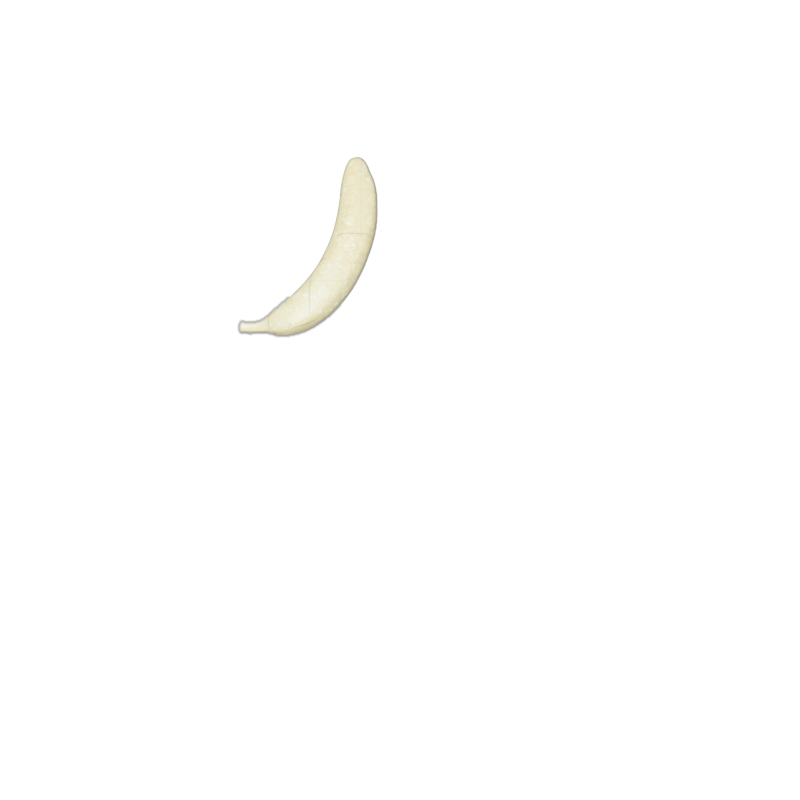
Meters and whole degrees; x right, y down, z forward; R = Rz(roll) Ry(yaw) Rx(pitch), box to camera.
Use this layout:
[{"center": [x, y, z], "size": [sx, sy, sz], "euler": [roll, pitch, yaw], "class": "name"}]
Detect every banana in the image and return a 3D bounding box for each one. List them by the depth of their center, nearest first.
[{"center": [-0.064, -0.129, 0.987], "size": [0.071, 0.202, 0.035], "euler": [29, -18, 9], "class": "banana"}]
